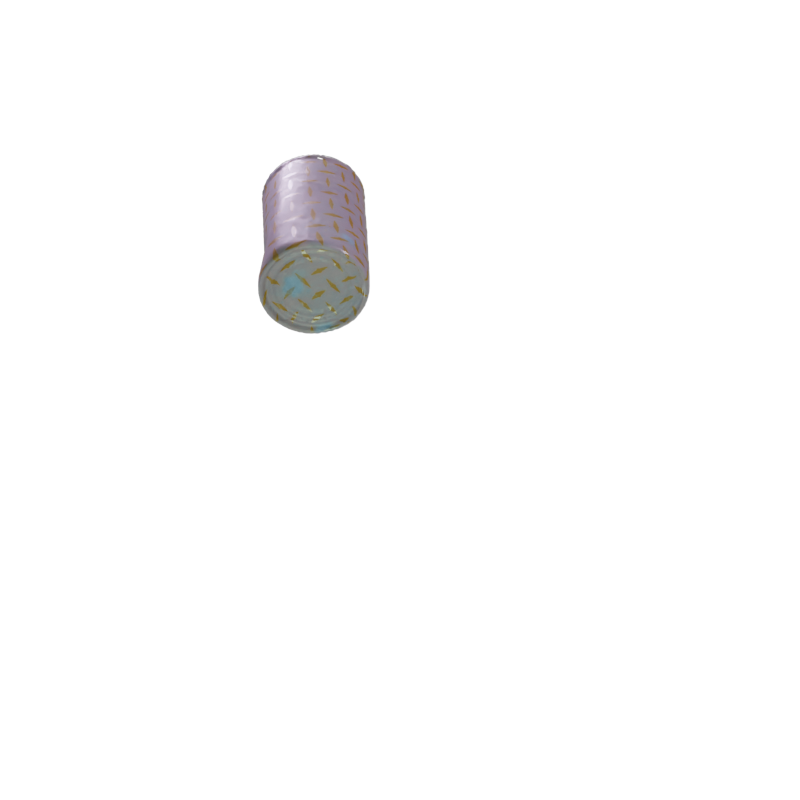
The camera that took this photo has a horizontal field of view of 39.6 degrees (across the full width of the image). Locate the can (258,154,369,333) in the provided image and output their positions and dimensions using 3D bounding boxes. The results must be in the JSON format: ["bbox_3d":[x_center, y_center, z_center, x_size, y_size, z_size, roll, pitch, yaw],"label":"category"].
[{"bbox_3d":[-0.054,-0.098,0.689,0.068,0.064,0.109,-1,39,-3],"label":"can"}]
